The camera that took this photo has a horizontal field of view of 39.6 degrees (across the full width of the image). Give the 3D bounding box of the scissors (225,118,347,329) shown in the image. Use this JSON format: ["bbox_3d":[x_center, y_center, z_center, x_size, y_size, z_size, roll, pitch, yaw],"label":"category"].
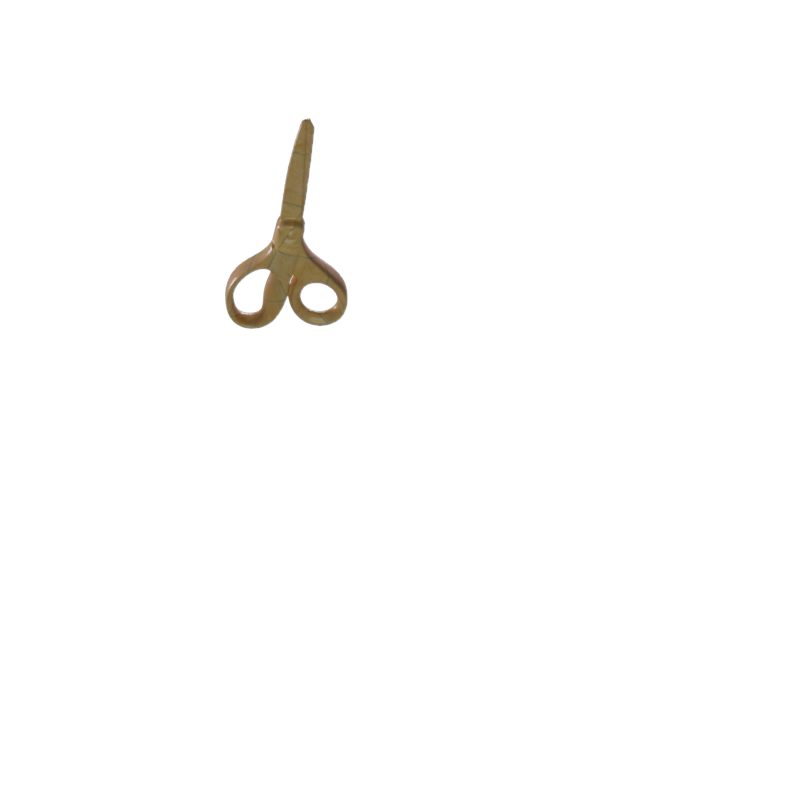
[{"bbox_3d":[-0.059,-0.107,0.750,0.093,0.017,0.195,16,-40,-20],"label":"scissors"}]
